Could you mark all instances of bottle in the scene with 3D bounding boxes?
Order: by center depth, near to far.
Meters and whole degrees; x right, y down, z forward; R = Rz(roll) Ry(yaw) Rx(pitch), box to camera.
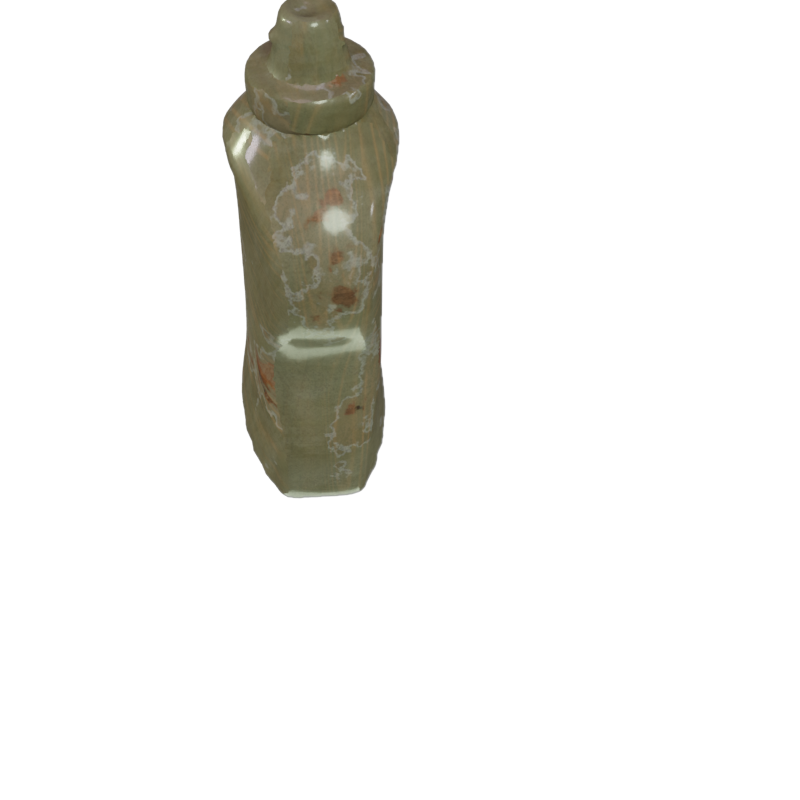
[{"bbox_3d":[-0.031,-0.057,0.396,0.058,0.103,0.179,-2,-43,-6],"label":"bottle"}]
